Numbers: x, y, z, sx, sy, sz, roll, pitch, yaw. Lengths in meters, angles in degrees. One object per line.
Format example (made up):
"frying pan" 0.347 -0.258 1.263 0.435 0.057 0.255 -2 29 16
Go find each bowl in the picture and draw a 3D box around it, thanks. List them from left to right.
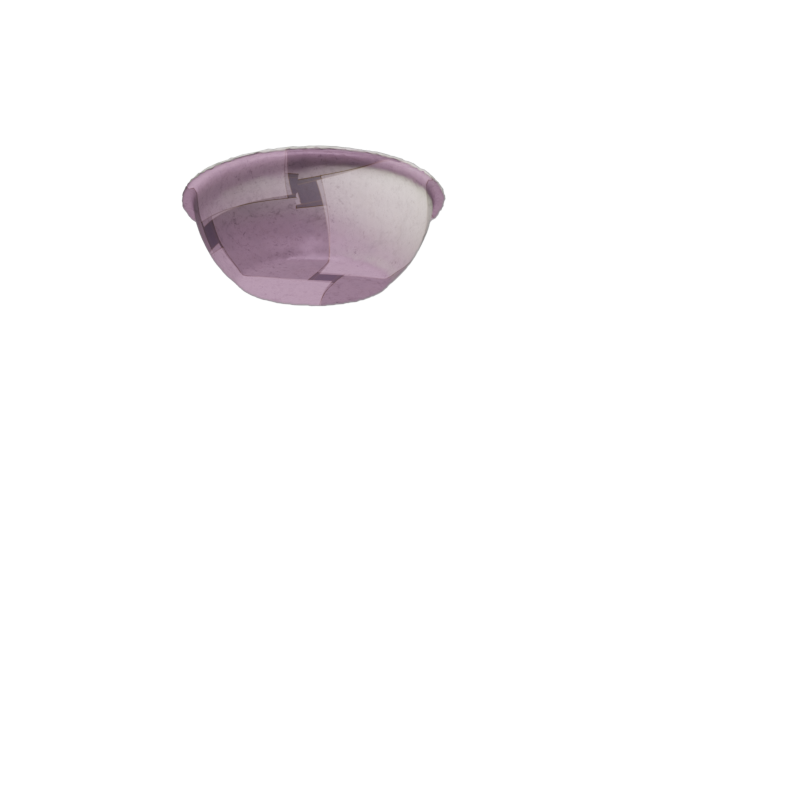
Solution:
"bowl" -0.053 -0.096 0.675 0.162 0.057 0.156 0 -14 -2
